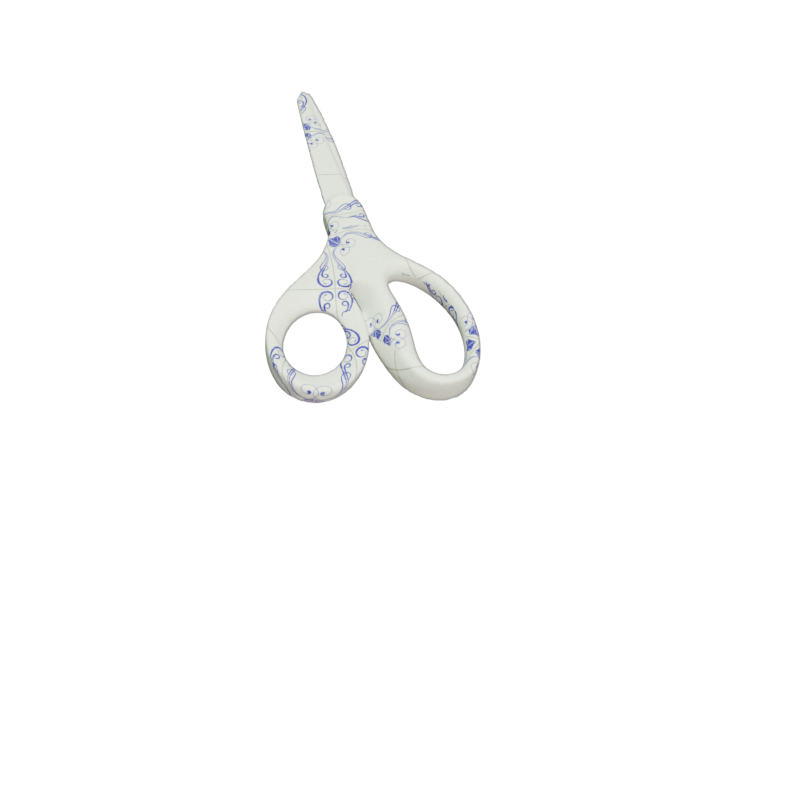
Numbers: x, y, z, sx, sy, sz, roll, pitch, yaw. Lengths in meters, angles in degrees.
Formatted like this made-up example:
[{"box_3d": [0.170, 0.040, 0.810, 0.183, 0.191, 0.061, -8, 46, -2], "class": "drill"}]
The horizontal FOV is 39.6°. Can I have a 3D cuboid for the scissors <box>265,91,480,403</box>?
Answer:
[{"box_3d": [-0.039, -0.071, 0.500, 0.095, 0.015, 0.218, -21, 52, -18], "class": "scissors"}]
